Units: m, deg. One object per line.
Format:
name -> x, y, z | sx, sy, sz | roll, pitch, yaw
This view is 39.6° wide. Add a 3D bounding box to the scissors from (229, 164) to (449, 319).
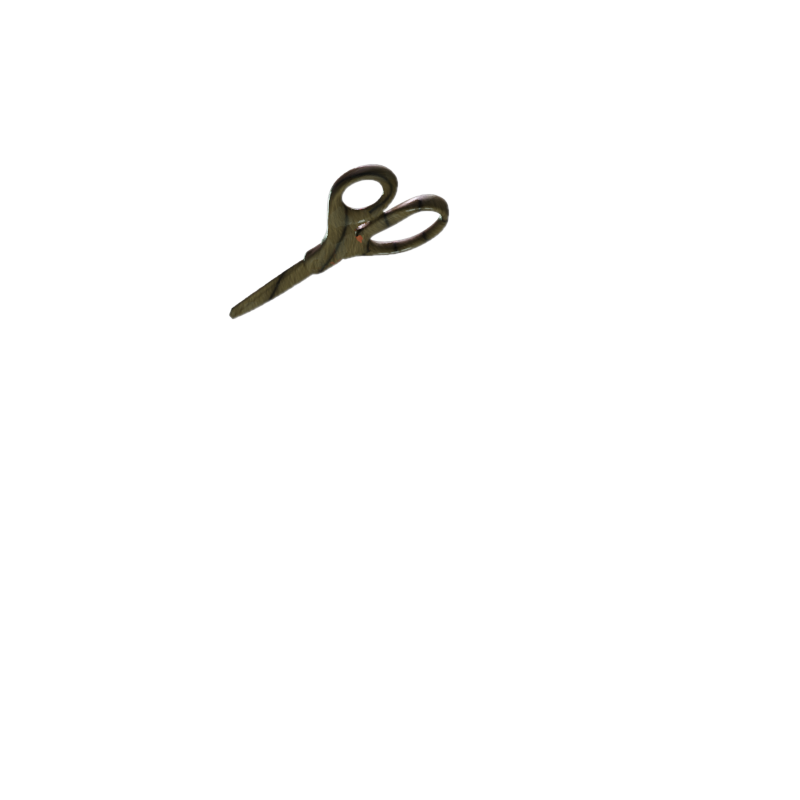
scissors -> -0.064, -0.116, 0.814 | 0.203, 0.017, 0.089 | -17, -41, 21
